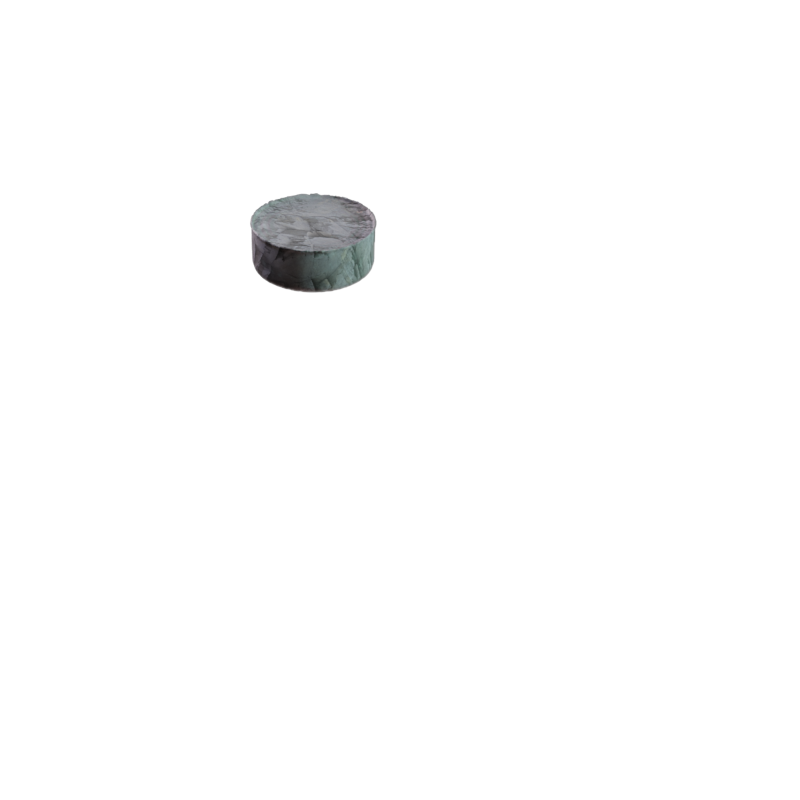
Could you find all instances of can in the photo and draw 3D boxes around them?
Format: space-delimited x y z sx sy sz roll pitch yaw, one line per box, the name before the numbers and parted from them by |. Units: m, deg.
can | -0.059 -0.109 0.760 0.086 0.031 0.092 -1 34 -2
